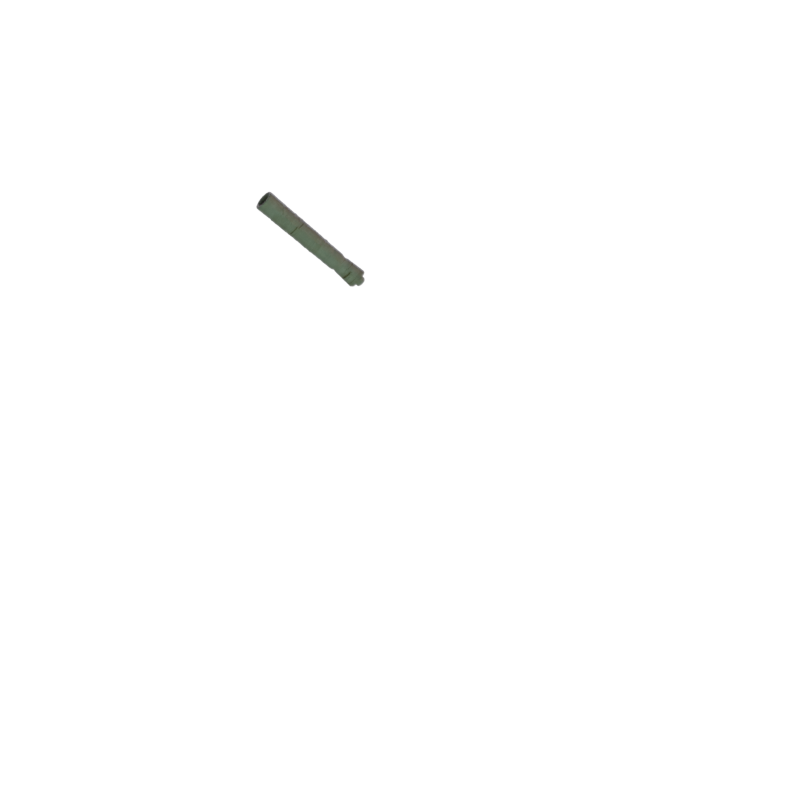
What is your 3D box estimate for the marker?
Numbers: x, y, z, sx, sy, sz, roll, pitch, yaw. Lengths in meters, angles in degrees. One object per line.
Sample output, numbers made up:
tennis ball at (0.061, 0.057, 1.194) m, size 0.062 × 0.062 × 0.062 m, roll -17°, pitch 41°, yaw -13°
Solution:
marker at (-0.077, -0.141, 0.984) m, size 0.115 × 0.020 × 0.020 m, roll 39°, pitch -13°, yaw -20°
